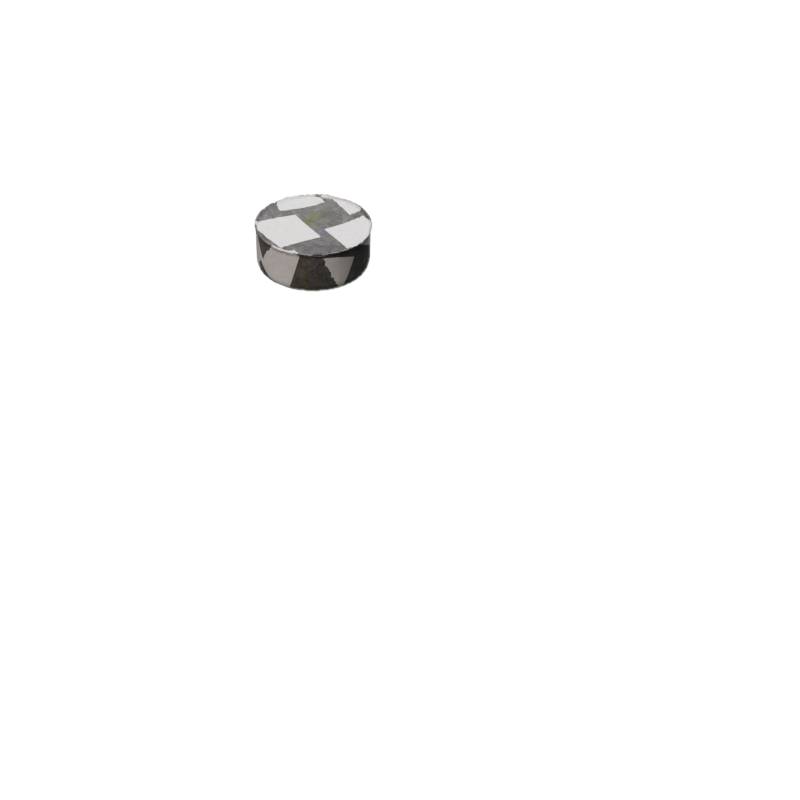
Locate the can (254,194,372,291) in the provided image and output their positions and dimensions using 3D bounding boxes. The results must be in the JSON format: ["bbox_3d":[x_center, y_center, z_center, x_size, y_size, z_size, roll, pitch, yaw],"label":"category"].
[{"bbox_3d":[-0.064,-0.117,0.818,0.086,0.031,0.092,-1,37,-2],"label":"can"}]
